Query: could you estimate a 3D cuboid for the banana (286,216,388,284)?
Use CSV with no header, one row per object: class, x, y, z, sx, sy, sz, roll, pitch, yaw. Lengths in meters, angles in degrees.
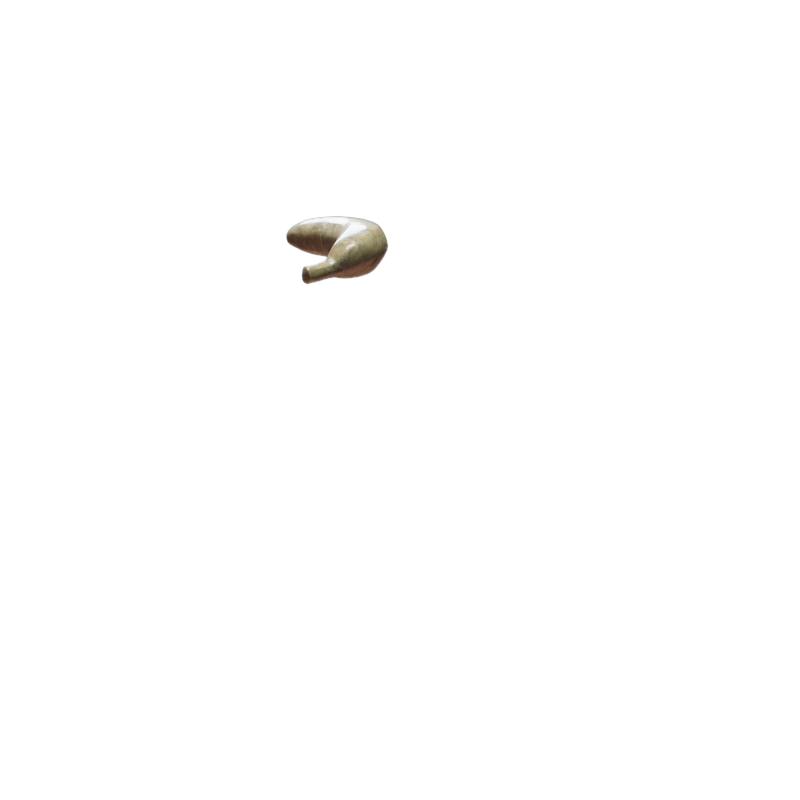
banana,-0.048,-0.121,0.849,0.069,0.036,0.204,-2,14,-8
